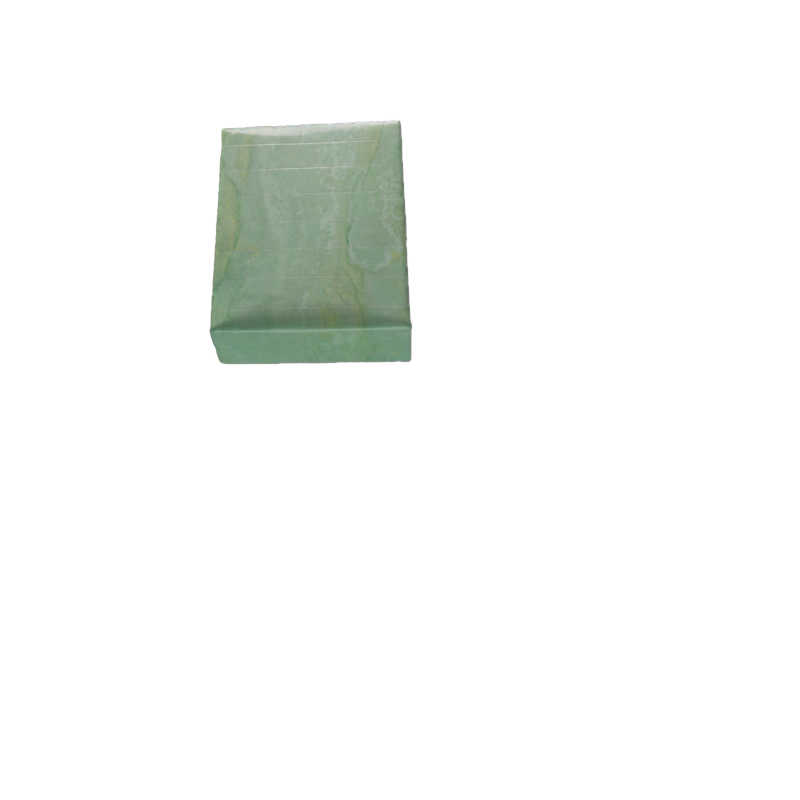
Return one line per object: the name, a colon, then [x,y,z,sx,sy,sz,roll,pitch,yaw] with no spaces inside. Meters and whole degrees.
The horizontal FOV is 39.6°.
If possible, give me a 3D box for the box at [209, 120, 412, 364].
box: [-0.075,-0.137,0.963,0.164,0.228,0.067,-3,-32,2]
